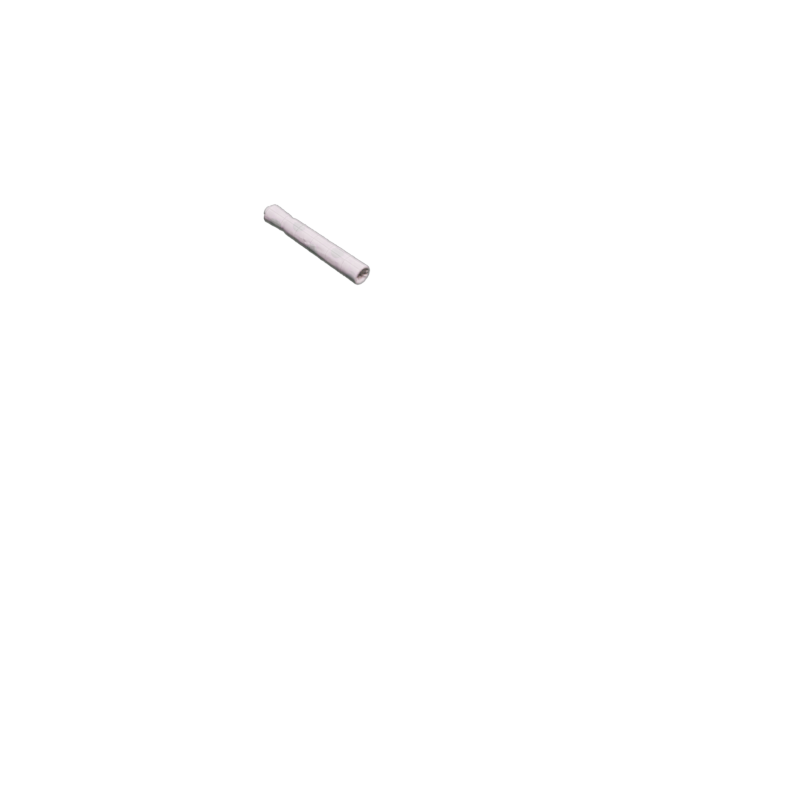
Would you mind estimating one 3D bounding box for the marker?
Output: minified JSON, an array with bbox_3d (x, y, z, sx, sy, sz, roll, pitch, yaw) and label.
[{"bbox_3d":[-0.075,-0.137,0.962,0.129,0.019,0.019,37,24,31],"label":"marker"}]
